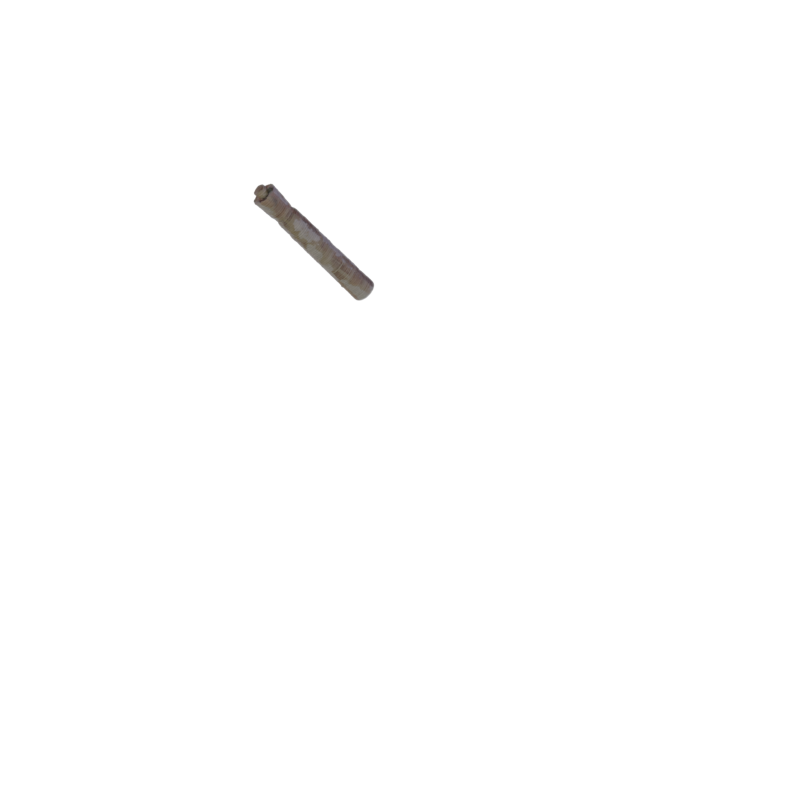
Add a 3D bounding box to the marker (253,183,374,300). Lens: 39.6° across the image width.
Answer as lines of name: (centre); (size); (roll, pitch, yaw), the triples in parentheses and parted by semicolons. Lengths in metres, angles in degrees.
marker: (-0.063, -0.115, 0.805); (0.113, 0.020, 0.020); (42, -22, -29)
